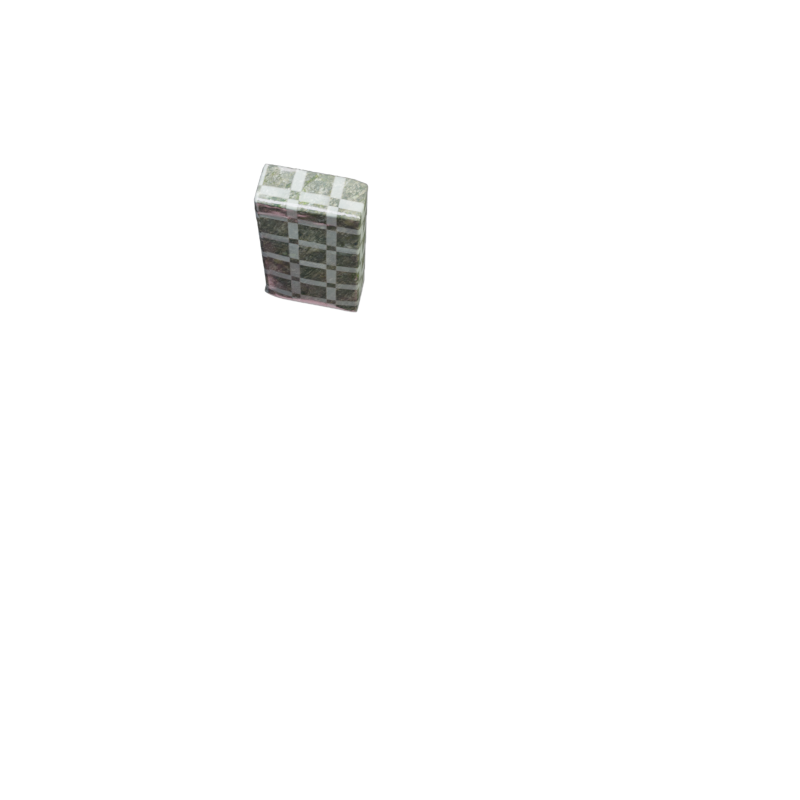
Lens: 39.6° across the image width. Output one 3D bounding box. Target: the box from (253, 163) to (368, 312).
[{"bbox_3d":[-0.078,-0.142,0.996,0.094,0.050,0.166,13,-26,3],"label":"box"}]
